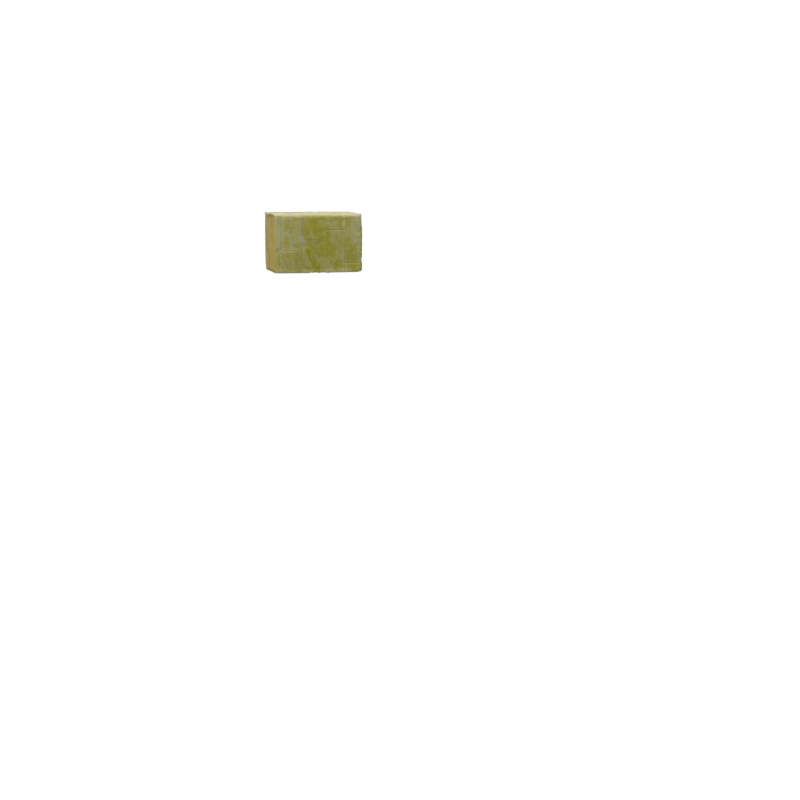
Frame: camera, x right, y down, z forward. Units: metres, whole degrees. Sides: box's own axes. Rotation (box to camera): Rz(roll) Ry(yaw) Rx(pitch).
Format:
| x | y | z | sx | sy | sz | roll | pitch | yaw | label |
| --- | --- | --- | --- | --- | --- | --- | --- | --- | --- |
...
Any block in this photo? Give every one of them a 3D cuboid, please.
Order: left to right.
| x | y | z | sx | sy | sz | roll | pitch | yaw | label |
| --- | --- | --- | --- | --- | --- | --- | --- | --- | --- |
| -0.075 | -0.137 | 0.961 | 0.077 | 0.051 | 0.054 | -2 | 7 | -14 | block |
